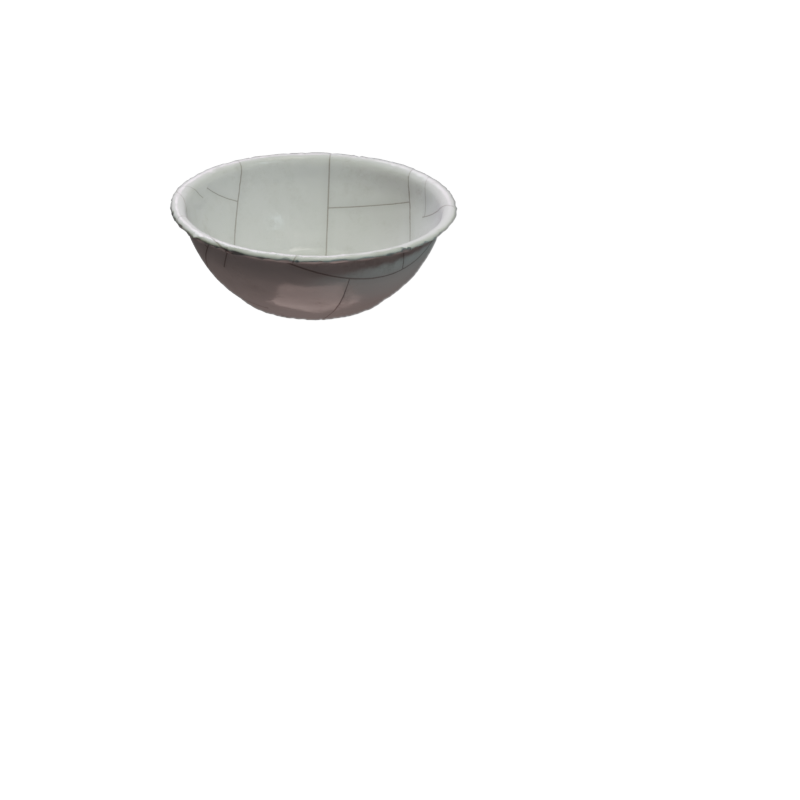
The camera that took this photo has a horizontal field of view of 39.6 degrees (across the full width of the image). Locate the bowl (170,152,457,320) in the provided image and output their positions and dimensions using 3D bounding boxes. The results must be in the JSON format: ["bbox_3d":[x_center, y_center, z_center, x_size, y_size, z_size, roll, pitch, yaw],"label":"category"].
[{"bbox_3d":[-0.050,-0.091,0.637,0.162,0.052,0.172,-1,30,-2],"label":"bowl"}]
